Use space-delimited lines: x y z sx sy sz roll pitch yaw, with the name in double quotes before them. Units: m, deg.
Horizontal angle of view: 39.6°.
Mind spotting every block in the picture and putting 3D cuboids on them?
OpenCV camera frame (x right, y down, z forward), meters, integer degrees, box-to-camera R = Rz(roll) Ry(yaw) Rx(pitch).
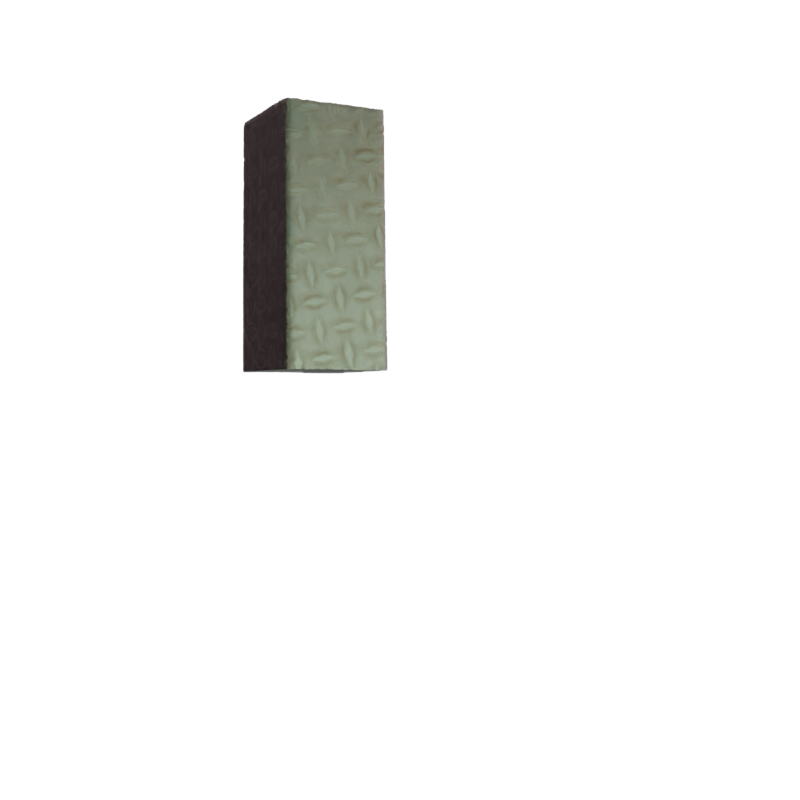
"block" -0.070 -0.127 0.886 0.087 0.210 0.092 3 -8 -27
